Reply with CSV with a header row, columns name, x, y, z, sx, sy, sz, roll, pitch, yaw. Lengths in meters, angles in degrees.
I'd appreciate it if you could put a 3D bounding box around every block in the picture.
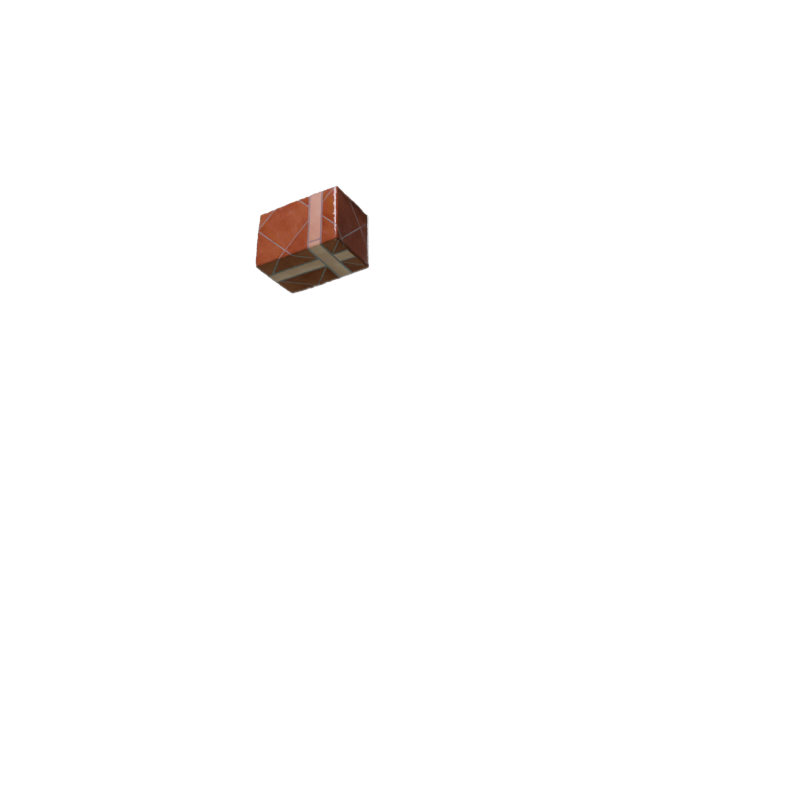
name,x,y,z,sx,sy,sz,roll,pitch,yaw
block,-0.070,-0.128,0.899,0.079,0.055,0.049,-17,-34,26
